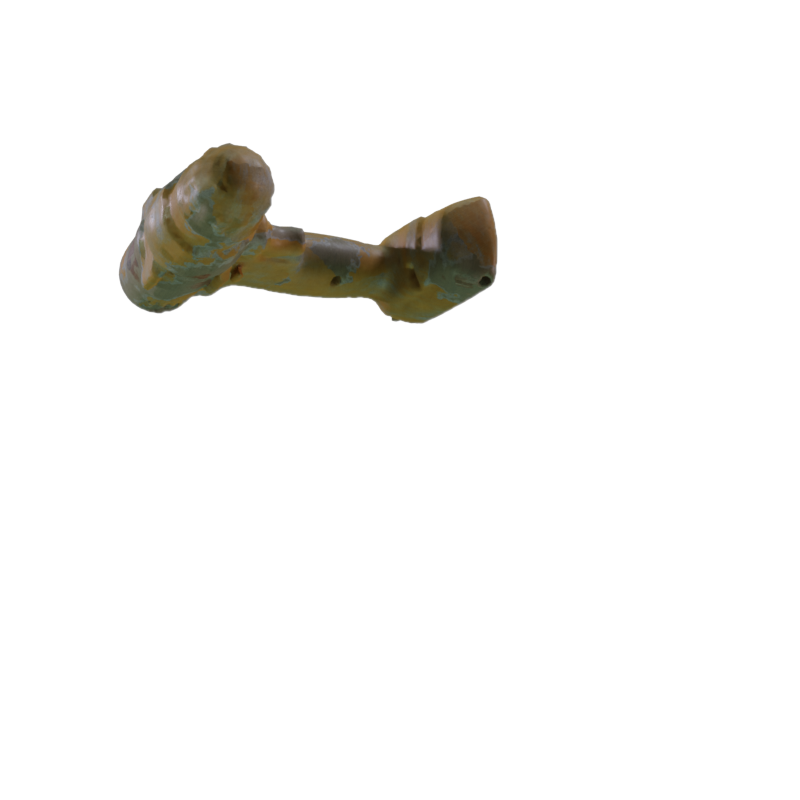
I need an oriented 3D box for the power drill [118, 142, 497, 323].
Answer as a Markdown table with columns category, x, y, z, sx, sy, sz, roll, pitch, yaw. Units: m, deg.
| category | x | y | z | sx | sy | sz | roll | pitch | yaw |
| --- | --- | --- | --- | --- | --- | --- | --- | --- | --- |
| power drill | -0.047 | -0.085 | 0.596 | 0.182 | 0.059 | 0.184 | 4 | -10 | -23 |
